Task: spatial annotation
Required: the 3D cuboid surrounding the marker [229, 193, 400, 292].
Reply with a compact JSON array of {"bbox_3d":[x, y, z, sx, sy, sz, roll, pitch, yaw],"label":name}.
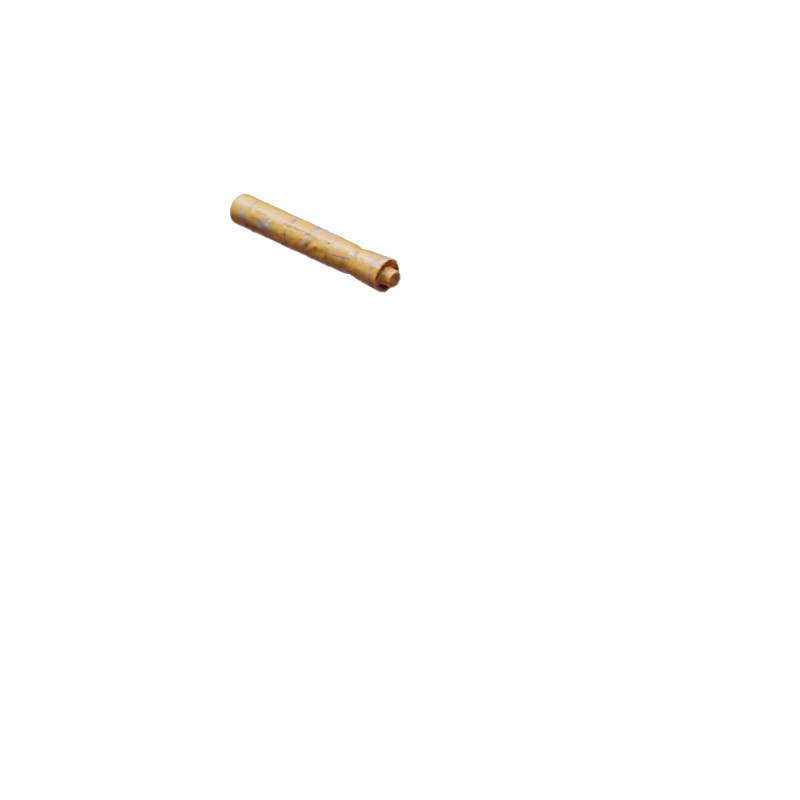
[{"bbox_3d":[-0.048,-0.087,0.610,0.129,0.019,0.019,29,21,37],"label":"marker"}]
